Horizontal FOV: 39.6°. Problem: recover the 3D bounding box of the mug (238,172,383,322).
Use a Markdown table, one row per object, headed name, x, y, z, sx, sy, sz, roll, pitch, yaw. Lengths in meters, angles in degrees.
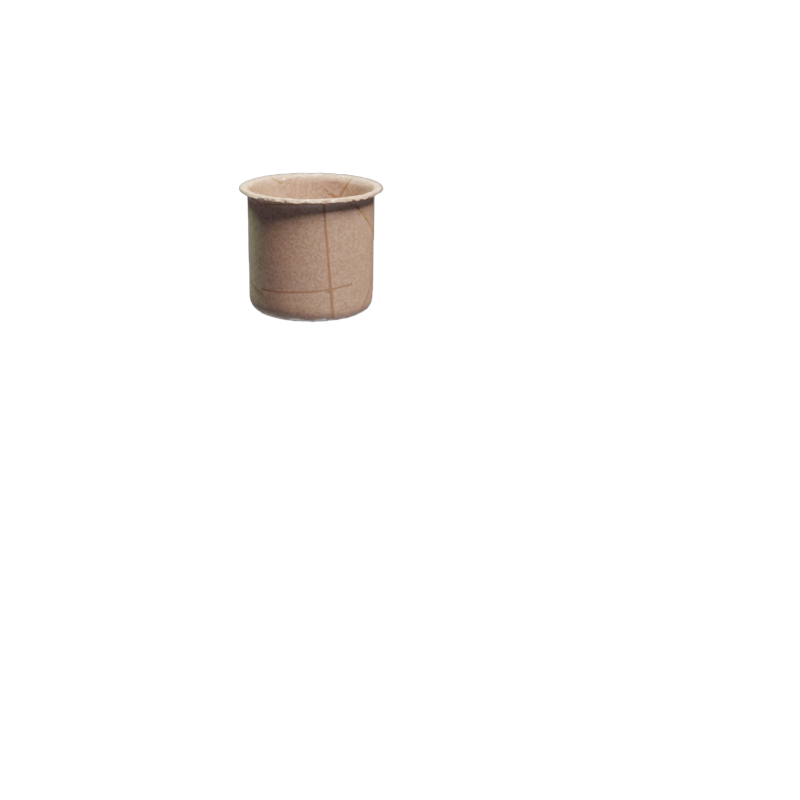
| name | x | y | z | sx | sy | sz | roll | pitch | yaw |
| --- | --- | --- | --- | --- | --- | --- | --- | --- | --- |
| mug | -0.058 | -0.105 | 0.736 | 0.094 | 0.078 | 0.121 | 2 | 19 | 4 |
